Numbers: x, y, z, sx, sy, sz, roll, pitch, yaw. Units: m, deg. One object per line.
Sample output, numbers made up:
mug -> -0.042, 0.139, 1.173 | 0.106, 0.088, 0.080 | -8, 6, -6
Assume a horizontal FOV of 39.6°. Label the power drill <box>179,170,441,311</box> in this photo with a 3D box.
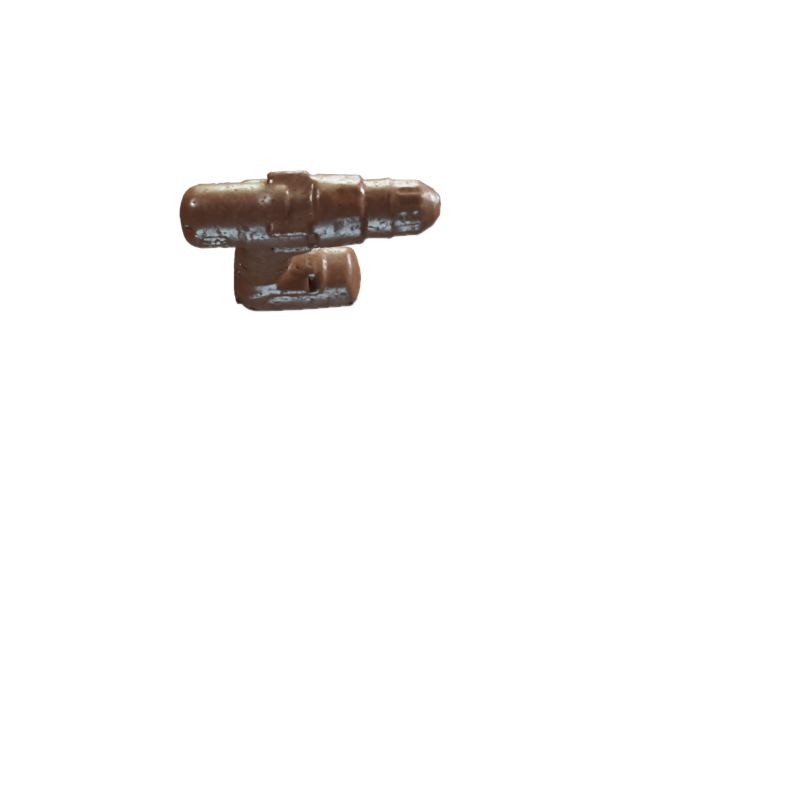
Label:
power drill -> -0.067, -0.121, 0.850 | 0.184, 0.060, 0.180 | 0, -14, 0
